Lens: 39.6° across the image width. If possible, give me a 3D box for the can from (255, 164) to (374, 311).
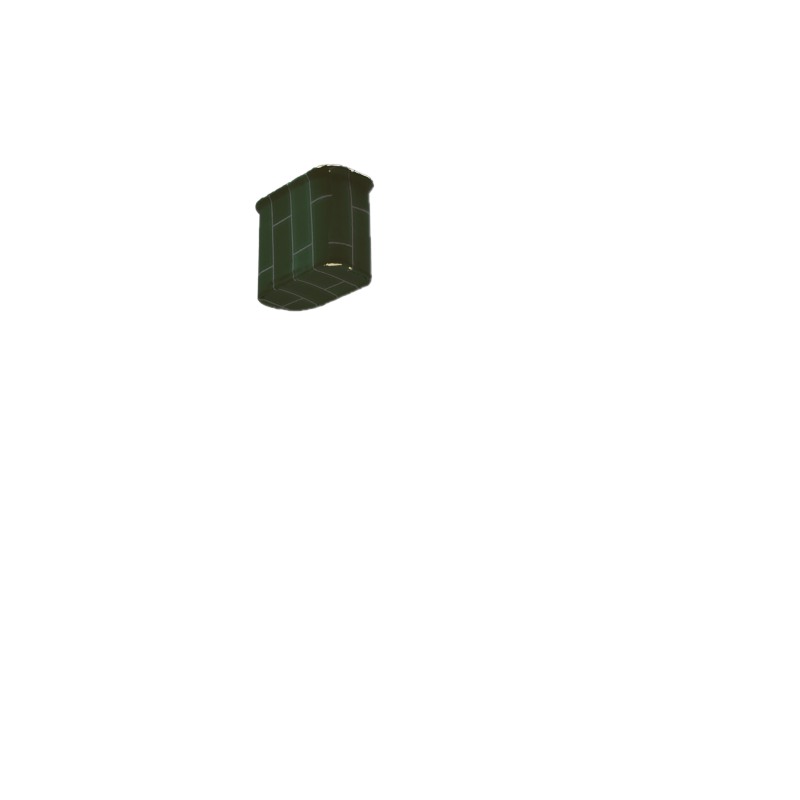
[{"bbox_3d":[-0.067,-0.123,0.860,0.054,0.088,0.103,20,-30,-40],"label":"can"}]
